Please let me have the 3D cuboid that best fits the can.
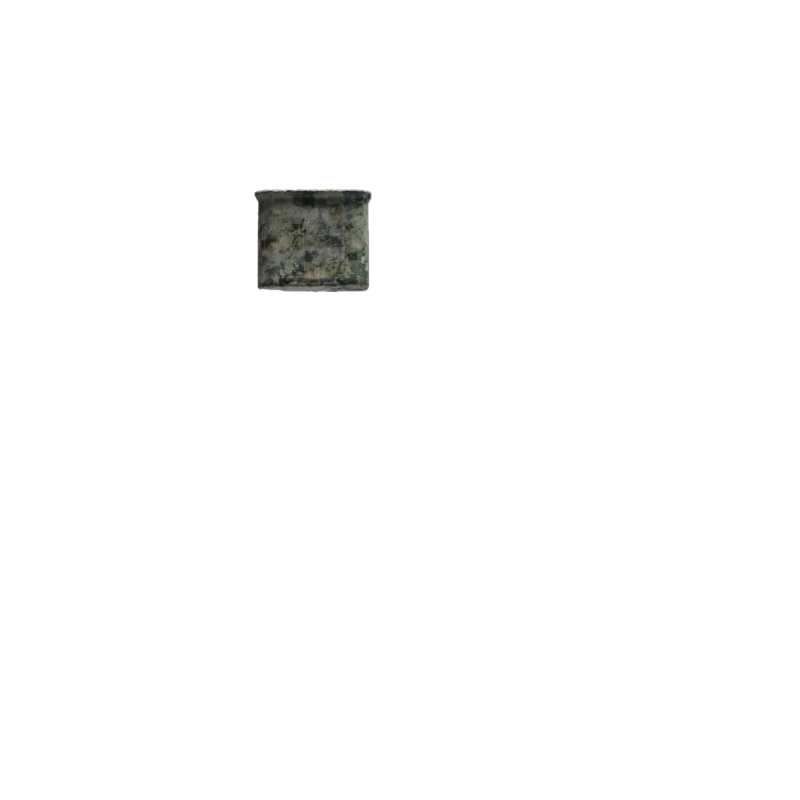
[{"bbox_3d":[-0.075,-0.138,0.963,0.102,0.085,0.057,0,-5,1],"label":"can"}]
